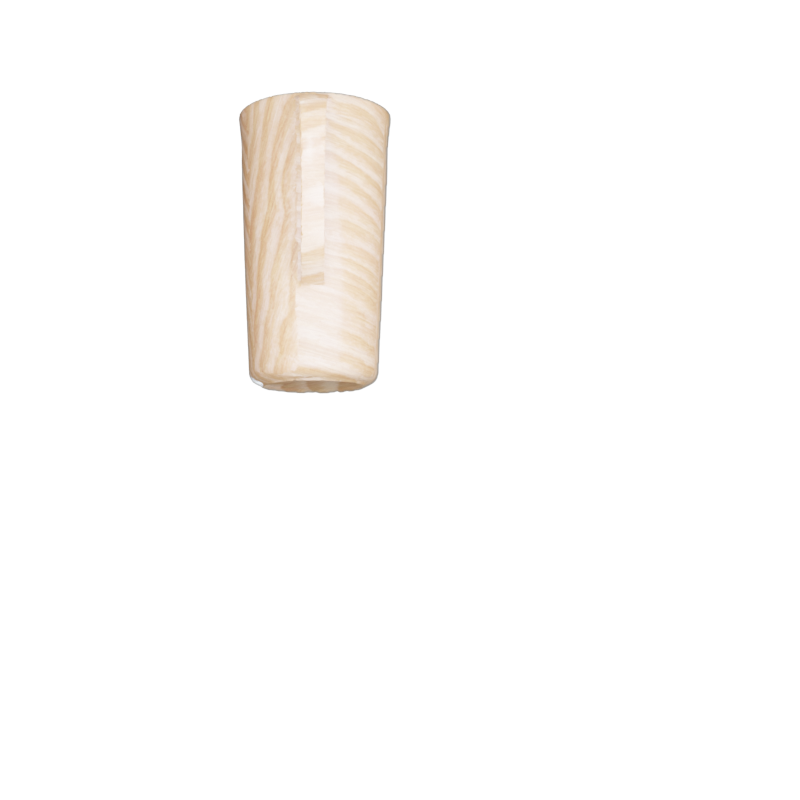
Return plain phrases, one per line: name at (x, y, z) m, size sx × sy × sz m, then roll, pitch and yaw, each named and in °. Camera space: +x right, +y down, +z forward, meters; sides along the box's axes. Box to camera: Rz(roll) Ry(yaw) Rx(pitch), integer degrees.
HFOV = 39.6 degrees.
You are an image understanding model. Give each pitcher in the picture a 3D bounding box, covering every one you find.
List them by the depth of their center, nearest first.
pitcher at (-0.073, -0.134, 0.938) m, size 0.148 × 0.251 × 0.141 m, roll -11°, pitch -16°, yaw 41°
